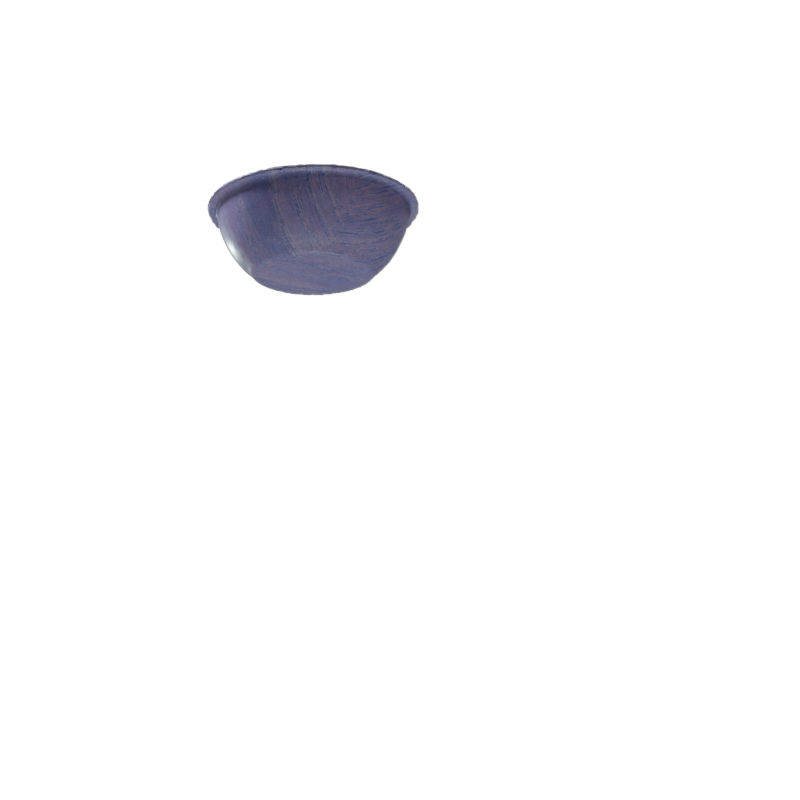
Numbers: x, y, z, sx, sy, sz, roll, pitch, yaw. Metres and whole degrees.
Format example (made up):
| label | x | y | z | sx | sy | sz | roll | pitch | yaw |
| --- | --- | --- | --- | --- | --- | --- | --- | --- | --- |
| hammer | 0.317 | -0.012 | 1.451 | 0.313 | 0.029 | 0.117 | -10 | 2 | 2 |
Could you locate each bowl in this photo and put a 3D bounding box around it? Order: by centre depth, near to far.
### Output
| label | x | y | z | sx | sy | sz | roll | pitch | yaw |
| --- | --- | --- | --- | --- | --- | --- | --- | --- | --- |
| bowl | -0.066 | -0.120 | 0.837 | 0.162 | 0.057 | 0.155 | 0 | -15 | -2 |
